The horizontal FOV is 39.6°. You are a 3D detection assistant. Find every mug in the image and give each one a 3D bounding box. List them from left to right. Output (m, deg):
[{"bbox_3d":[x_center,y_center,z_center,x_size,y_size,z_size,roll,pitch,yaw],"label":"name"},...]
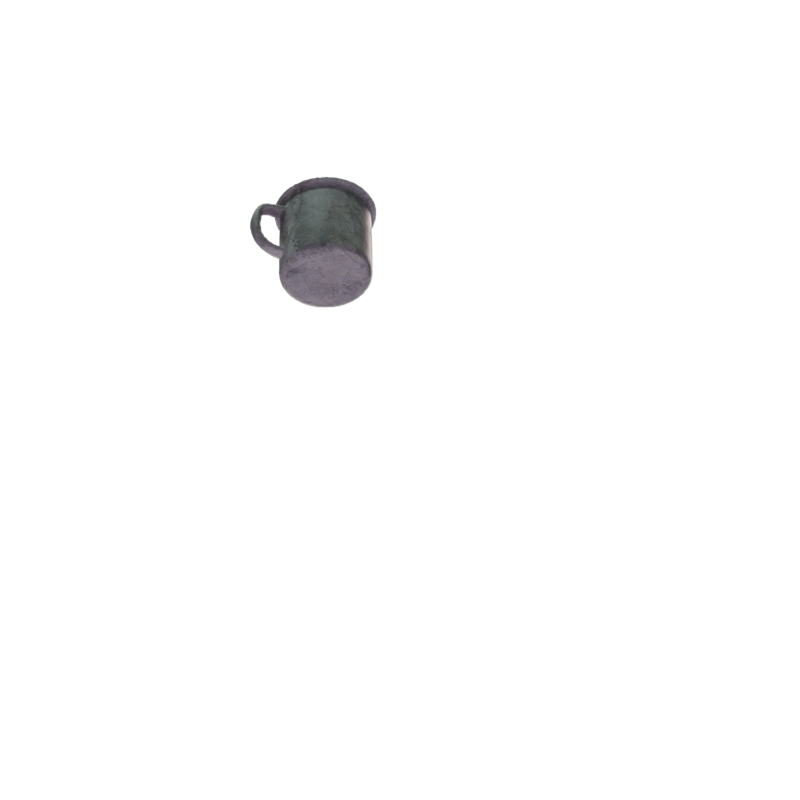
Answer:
[{"bbox_3d":[-0.077,-0.140,0.977,0.113,0.087,0.090,17,-44,-21],"label":"mug"}]
